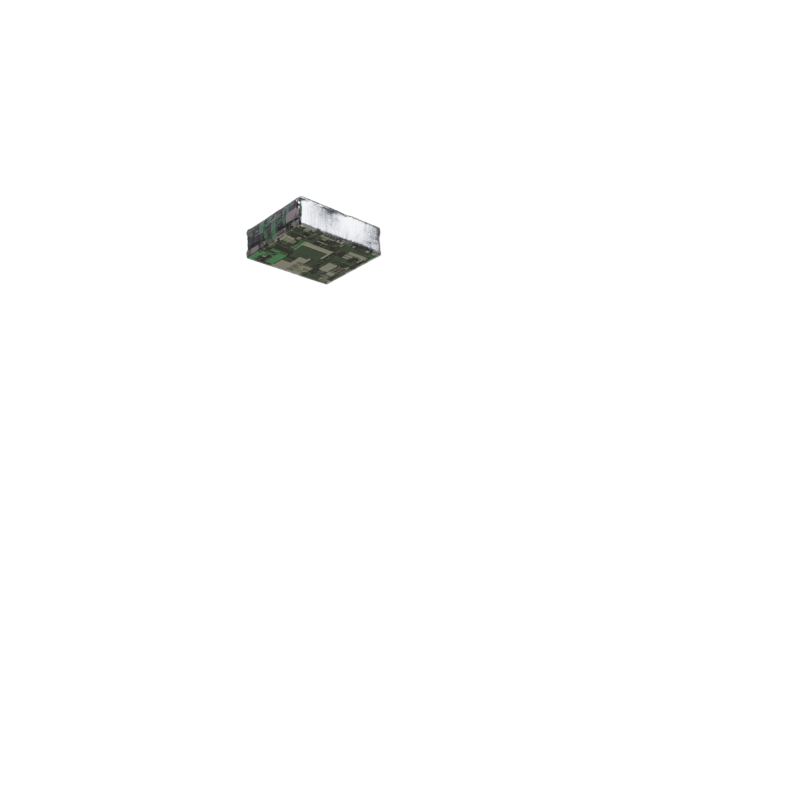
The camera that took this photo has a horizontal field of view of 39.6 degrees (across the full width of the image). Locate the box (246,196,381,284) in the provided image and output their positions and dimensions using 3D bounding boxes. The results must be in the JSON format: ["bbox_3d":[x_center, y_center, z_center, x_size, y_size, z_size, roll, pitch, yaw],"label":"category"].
[{"bbox_3d":[-0.072,-0.132,0.923,0.084,0.032,0.073,17,-29,-36],"label":"box"}]
